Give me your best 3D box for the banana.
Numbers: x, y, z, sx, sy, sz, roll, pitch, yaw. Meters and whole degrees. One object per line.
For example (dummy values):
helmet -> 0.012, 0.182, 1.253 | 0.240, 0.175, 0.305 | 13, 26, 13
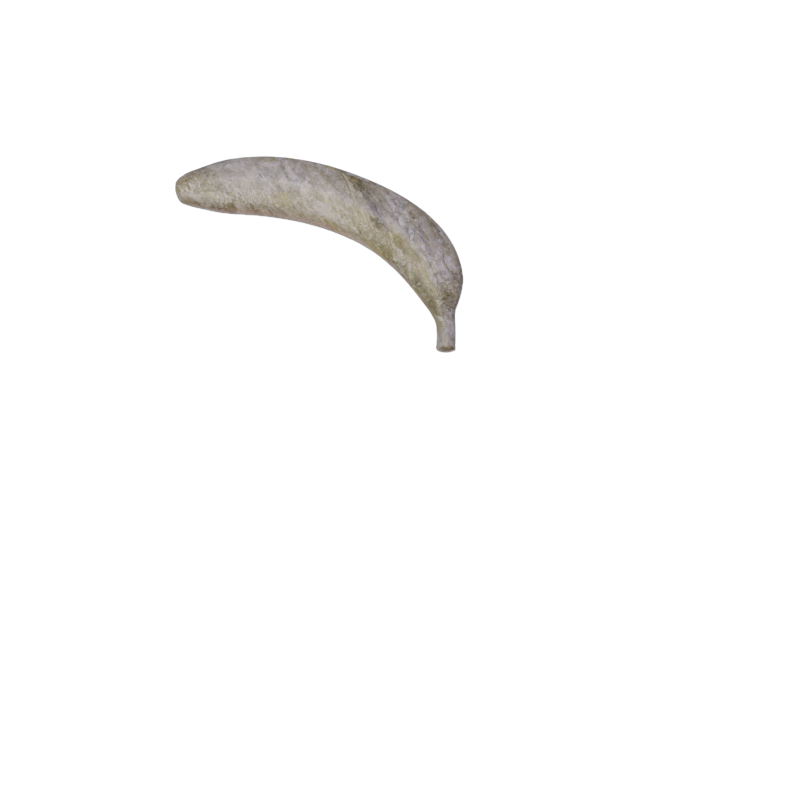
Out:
banana -> -0.038, -0.106, 0.660 | 0.205, 0.071, 0.034 | 30, -25, 16
